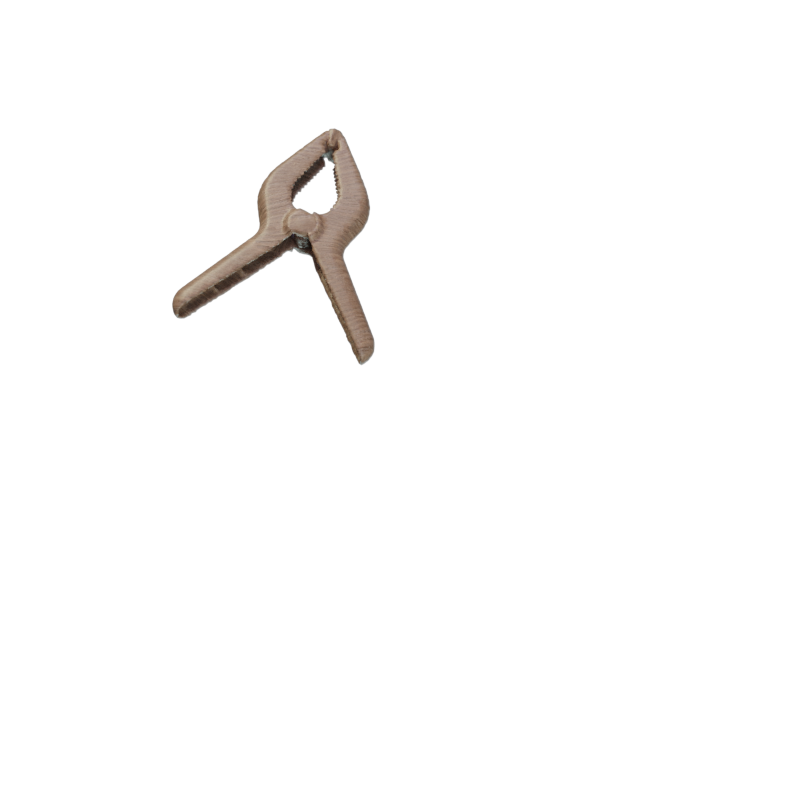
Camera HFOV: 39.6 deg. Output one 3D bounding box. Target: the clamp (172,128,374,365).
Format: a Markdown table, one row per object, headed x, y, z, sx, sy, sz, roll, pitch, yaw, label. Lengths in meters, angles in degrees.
| x | y | z | sx | sy | sz | roll | pitch | yaw | label |
| --- | --- | --- | --- | --- | --- | --- | --- | --- | --- |
| -0.072 | -0.131 | 0.914 | 0.168 | 0.218 | 0.034 | 19 | -27 | 10 | clamp |
